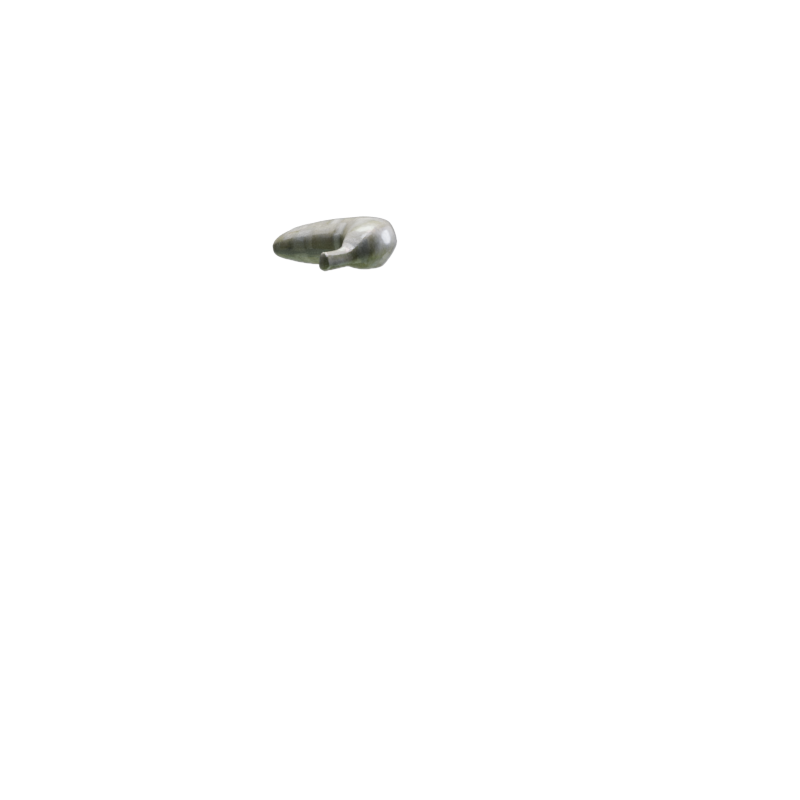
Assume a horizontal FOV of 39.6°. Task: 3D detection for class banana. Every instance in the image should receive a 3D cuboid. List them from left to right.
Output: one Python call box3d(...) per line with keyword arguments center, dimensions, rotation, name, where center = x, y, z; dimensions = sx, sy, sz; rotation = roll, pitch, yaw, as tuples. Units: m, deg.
box3d(center=(-0.045, -0.117, 0.816), dimensions=(0.068, 0.036, 0.203), rotation=(-2, 8, -15), name="banana")
